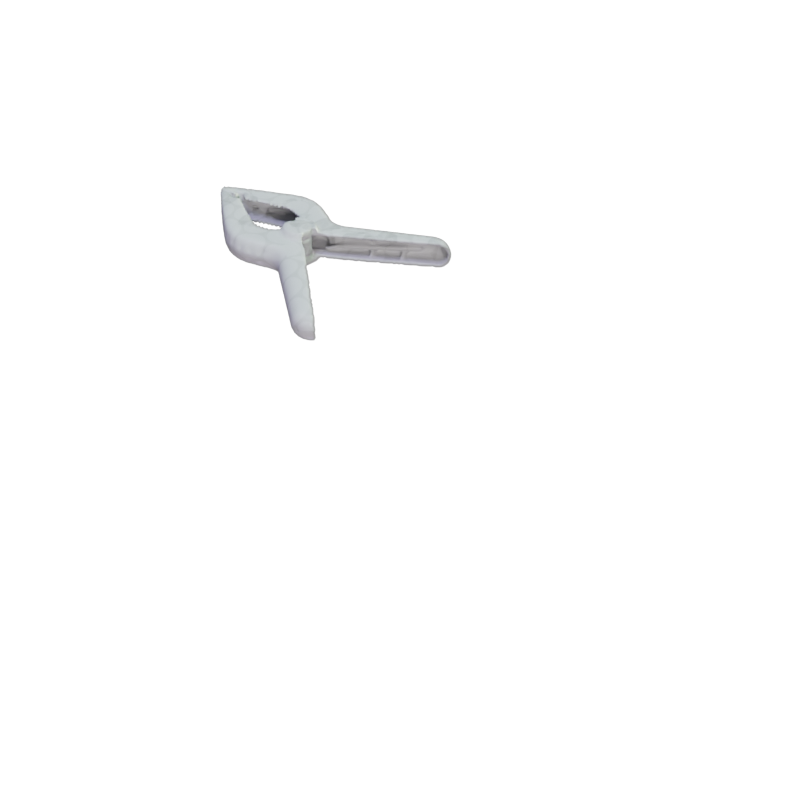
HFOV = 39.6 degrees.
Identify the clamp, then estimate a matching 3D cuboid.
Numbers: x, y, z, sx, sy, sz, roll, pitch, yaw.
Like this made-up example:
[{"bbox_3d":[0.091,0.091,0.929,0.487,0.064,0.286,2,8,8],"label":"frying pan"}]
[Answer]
[{"bbox_3d":[-0.073,-0.134,0.938,0.163,0.034,0.226,-24,44,-29],"label":"clamp"}]
